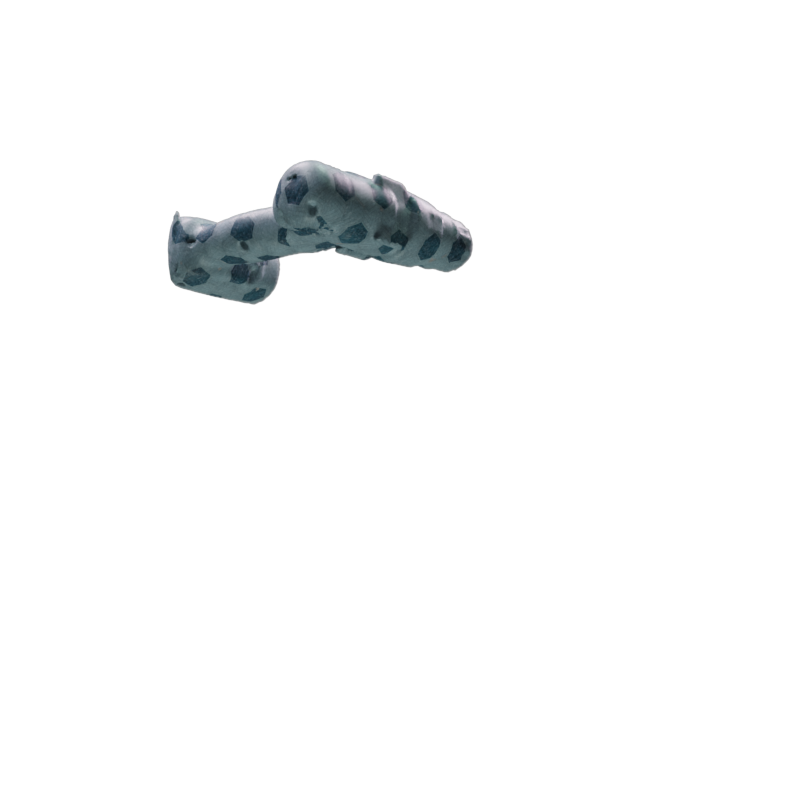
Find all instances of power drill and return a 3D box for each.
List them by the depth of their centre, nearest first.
[{"bbox_3d":[-0.064,-0.116,0.814,0.191,0.060,0.174,-11,-17,40],"label":"power drill"}]
